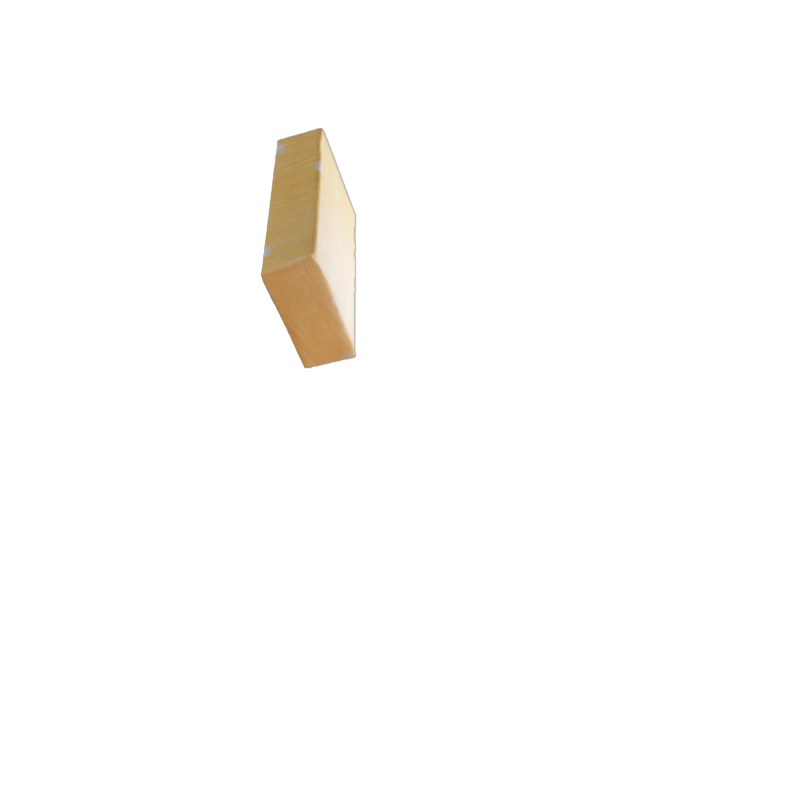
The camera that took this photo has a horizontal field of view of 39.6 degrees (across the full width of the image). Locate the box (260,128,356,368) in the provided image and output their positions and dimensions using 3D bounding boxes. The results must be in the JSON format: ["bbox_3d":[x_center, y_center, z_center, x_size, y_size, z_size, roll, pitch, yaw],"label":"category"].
[{"bbox_3d":[-0.065,-0.118,0.829,0.048,0.086,0.189,-16,39,9],"label":"box"}]
